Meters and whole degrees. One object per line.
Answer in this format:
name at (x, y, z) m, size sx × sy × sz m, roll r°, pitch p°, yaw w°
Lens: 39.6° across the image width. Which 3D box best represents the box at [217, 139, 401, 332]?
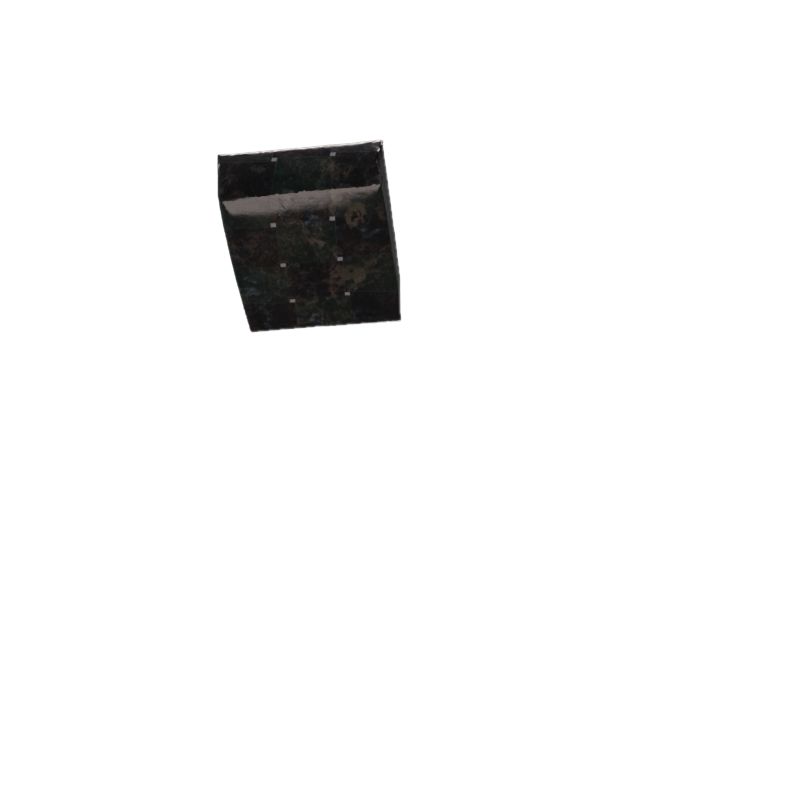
box at (-0.048, -0.087, 0.611) m, size 0.090 × 0.042 × 0.105 m, roll -4°, pitch -39°, yaw 4°
